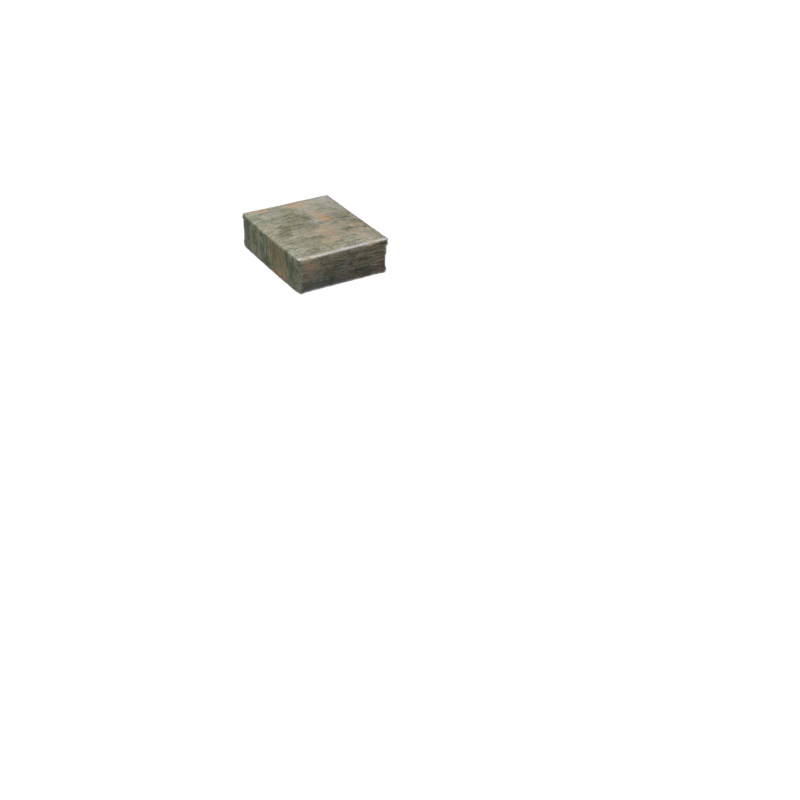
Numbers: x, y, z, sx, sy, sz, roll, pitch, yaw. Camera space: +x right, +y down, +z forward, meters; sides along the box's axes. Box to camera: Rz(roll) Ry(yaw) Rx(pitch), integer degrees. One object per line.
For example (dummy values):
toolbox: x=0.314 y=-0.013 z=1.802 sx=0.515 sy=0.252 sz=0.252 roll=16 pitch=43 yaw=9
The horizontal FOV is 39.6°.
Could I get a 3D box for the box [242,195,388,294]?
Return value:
box: x=-0.078 y=-0.141 z=0.991 sx=0.089 sy=0.036 sz=0.122 roll=-18 pitch=38 yaw=-25
